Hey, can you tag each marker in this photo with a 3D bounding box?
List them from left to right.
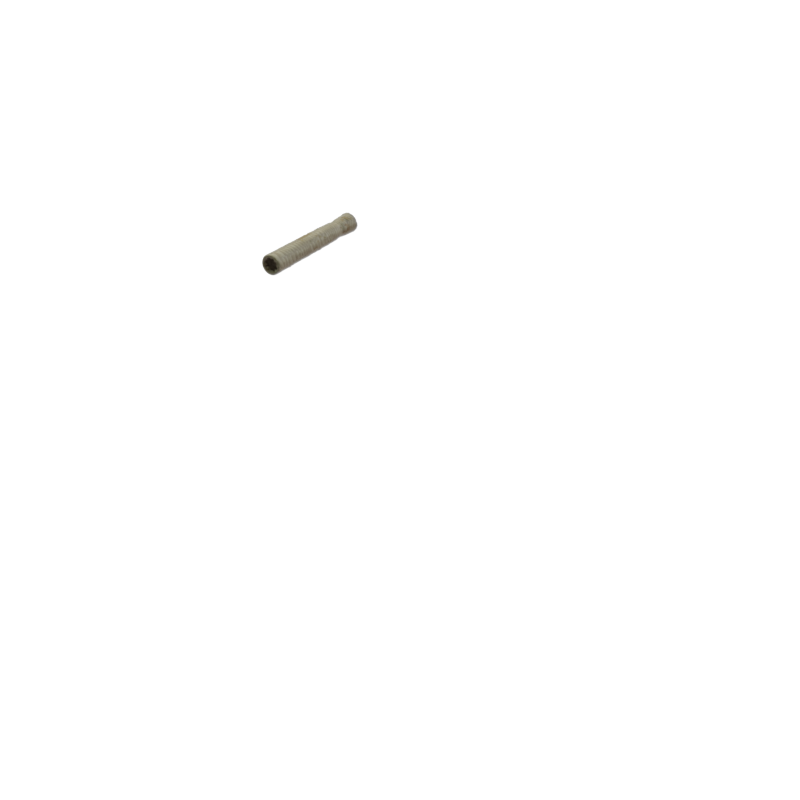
[{"bbox_3d":[-0.076,-0.139,0.976,0.020,0.019,0.122,3,27,36],"label":"marker"}]
